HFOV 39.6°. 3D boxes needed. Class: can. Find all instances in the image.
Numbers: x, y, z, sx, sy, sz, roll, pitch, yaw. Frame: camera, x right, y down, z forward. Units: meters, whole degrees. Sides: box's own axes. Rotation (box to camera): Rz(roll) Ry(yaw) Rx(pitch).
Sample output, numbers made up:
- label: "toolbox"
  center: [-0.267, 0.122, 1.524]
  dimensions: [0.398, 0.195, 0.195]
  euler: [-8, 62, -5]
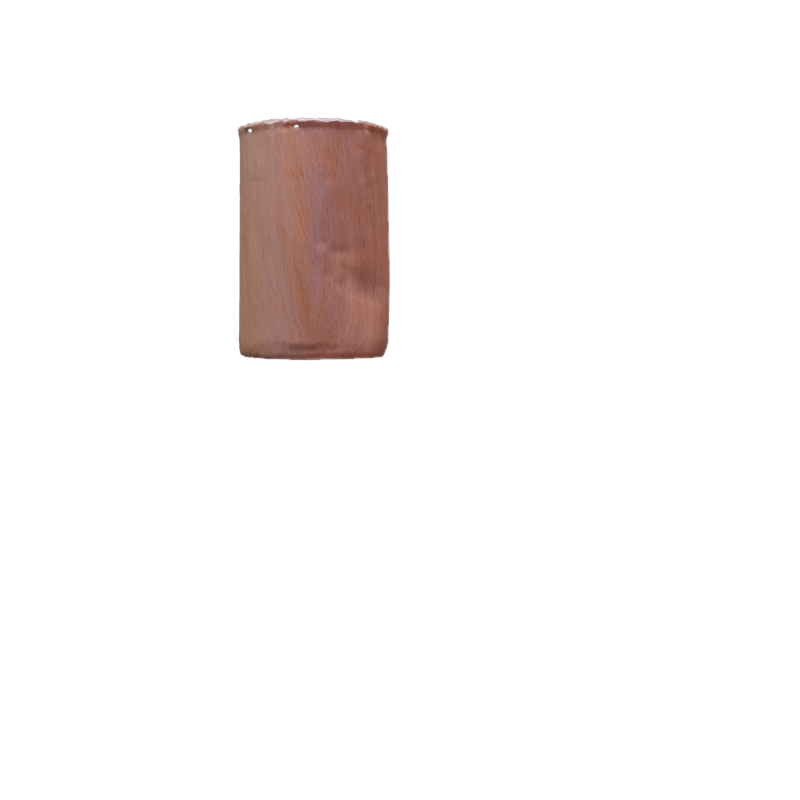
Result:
- label: "can"
  center: [-0.039, -0.071, 0.498]
  dimensions: [0.068, 0.103, 0.069]
  euler: [0, 0, -2]
